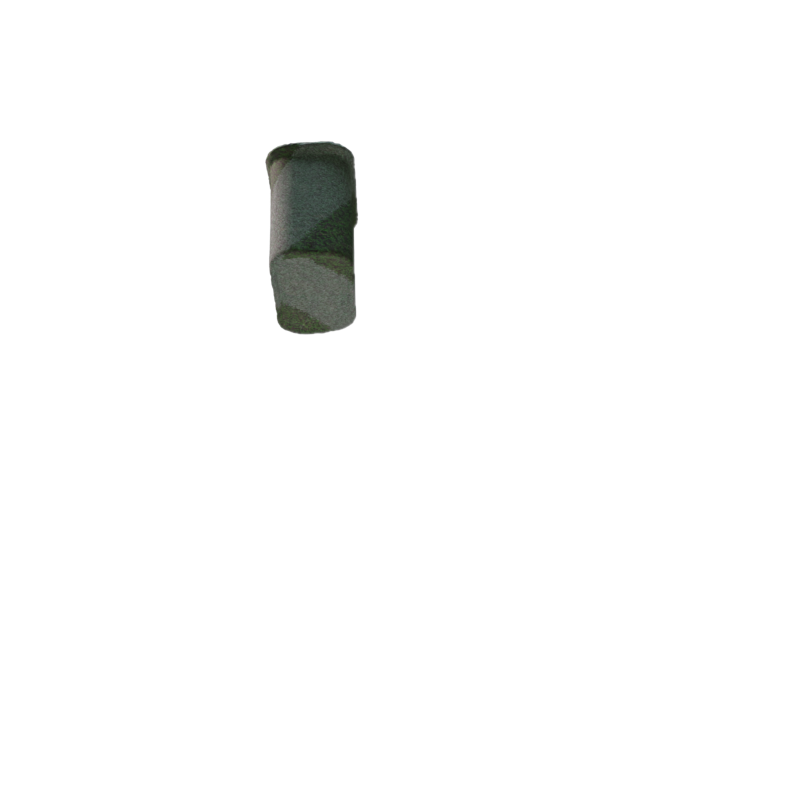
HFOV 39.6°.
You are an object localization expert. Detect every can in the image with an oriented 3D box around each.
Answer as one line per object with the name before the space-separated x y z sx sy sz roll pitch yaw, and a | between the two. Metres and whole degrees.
can | -0.056 -0.102 0.714 0.058 0.089 0.095 -2 -30 0
